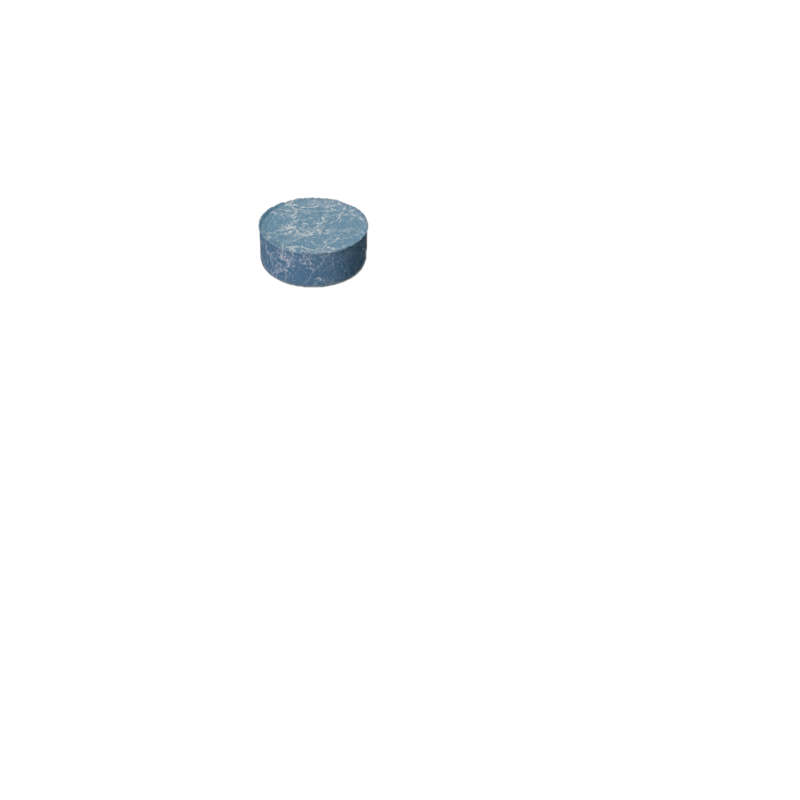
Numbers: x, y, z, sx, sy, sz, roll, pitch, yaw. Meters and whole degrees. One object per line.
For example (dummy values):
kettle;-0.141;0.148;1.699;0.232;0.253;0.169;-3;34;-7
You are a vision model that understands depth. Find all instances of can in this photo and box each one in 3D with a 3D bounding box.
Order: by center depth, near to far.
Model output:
can;-0.068;-0.124;0.872;0.086;0.031;0.092;-1;37;-2
